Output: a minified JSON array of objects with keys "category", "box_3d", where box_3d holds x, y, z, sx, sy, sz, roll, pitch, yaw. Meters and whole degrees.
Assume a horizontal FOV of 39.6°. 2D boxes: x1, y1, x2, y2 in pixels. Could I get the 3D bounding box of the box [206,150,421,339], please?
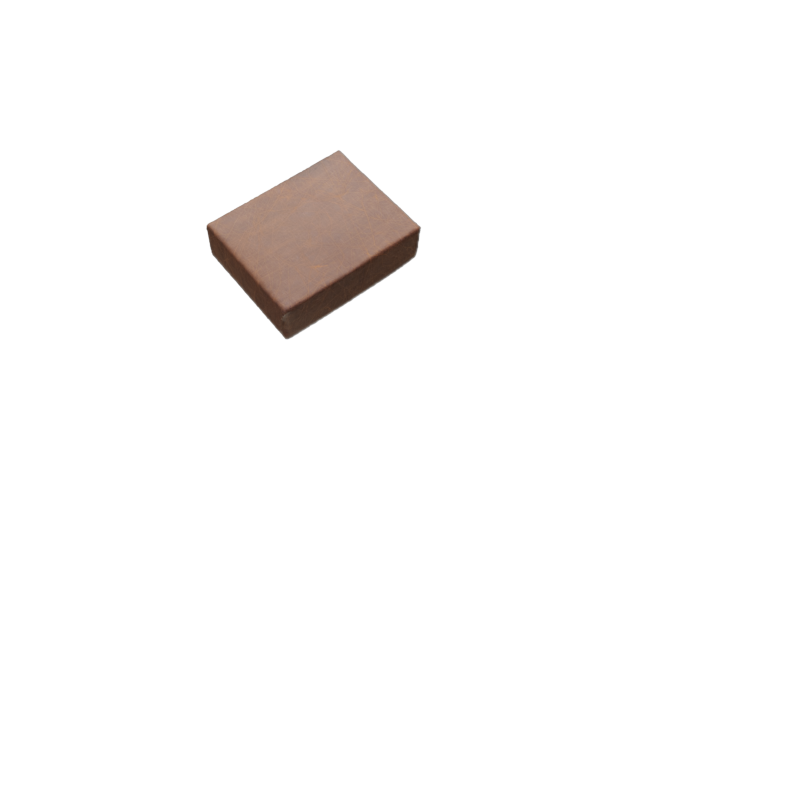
[{"category":"box","box_3d":[-0.057,-0.105,0.734,0.114,0.096,0.036,-32,-29,-21]}]
